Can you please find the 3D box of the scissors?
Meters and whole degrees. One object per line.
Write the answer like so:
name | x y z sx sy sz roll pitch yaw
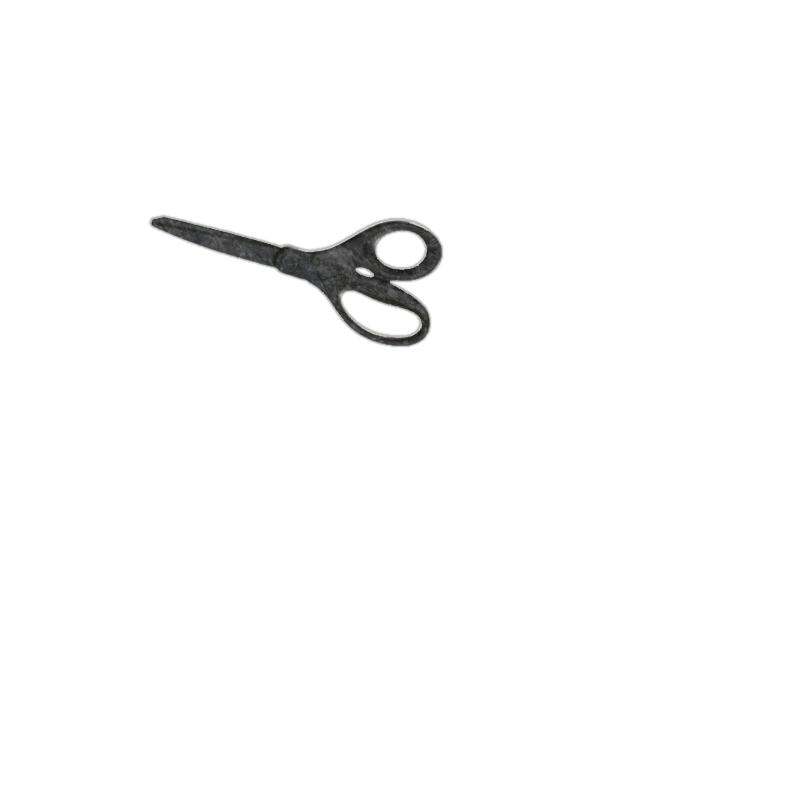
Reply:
scissors | -0.059 -0.107 0.752 0.199 0.095 0.016 31 10 -6
